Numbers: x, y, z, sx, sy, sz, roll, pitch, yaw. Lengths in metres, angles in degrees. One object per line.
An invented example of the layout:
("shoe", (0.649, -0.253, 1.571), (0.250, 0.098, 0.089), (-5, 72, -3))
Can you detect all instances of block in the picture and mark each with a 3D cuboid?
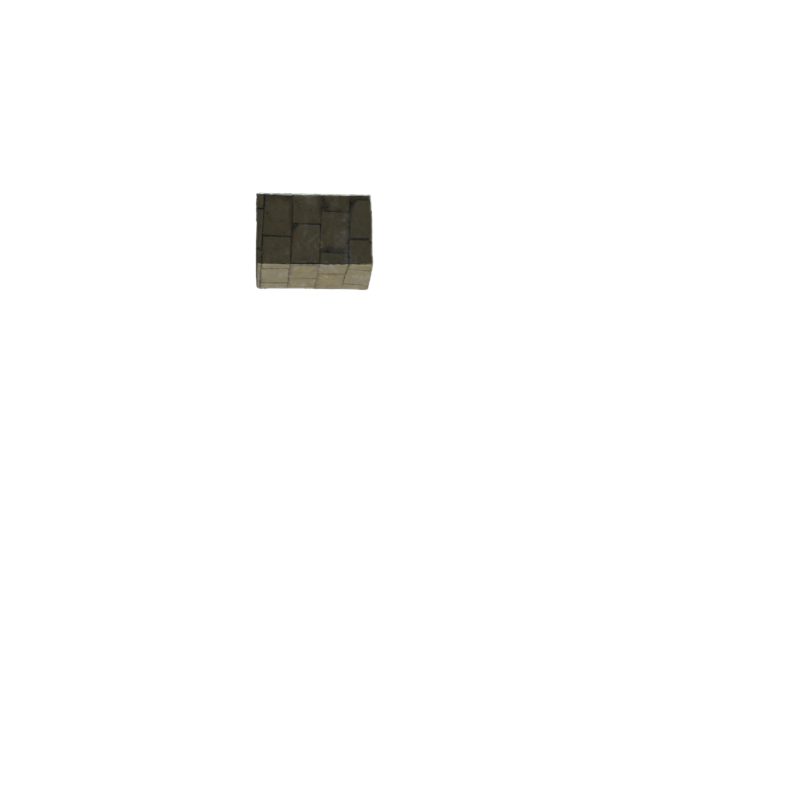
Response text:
("block", (-0.058, -0.106, 0.742), (0.077, 0.054, 0.051), (1, -17, -5))
